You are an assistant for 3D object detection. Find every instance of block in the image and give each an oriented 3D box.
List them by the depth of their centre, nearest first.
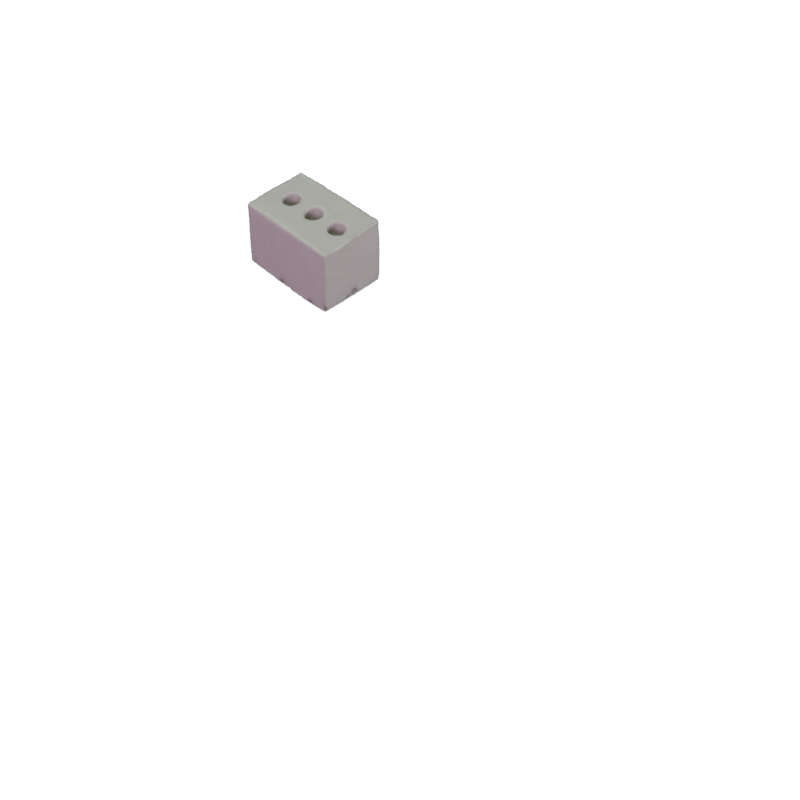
[{"bbox_3d":[-0.059,-0.108,0.755,0.083,0.048,0.053,35,53,30],"label":"block"}]
